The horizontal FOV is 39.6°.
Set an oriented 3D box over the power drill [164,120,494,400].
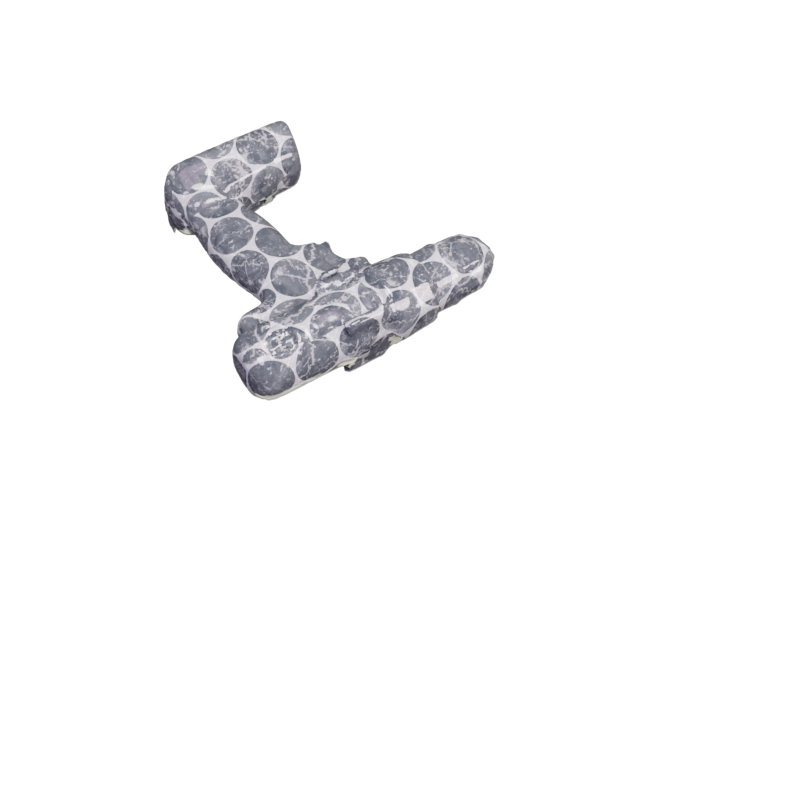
[{"bbox_3d":[-0.057,-0.105,0.734,0.184,0.202,0.053,-27,-35,-21],"label":"power drill"}]
